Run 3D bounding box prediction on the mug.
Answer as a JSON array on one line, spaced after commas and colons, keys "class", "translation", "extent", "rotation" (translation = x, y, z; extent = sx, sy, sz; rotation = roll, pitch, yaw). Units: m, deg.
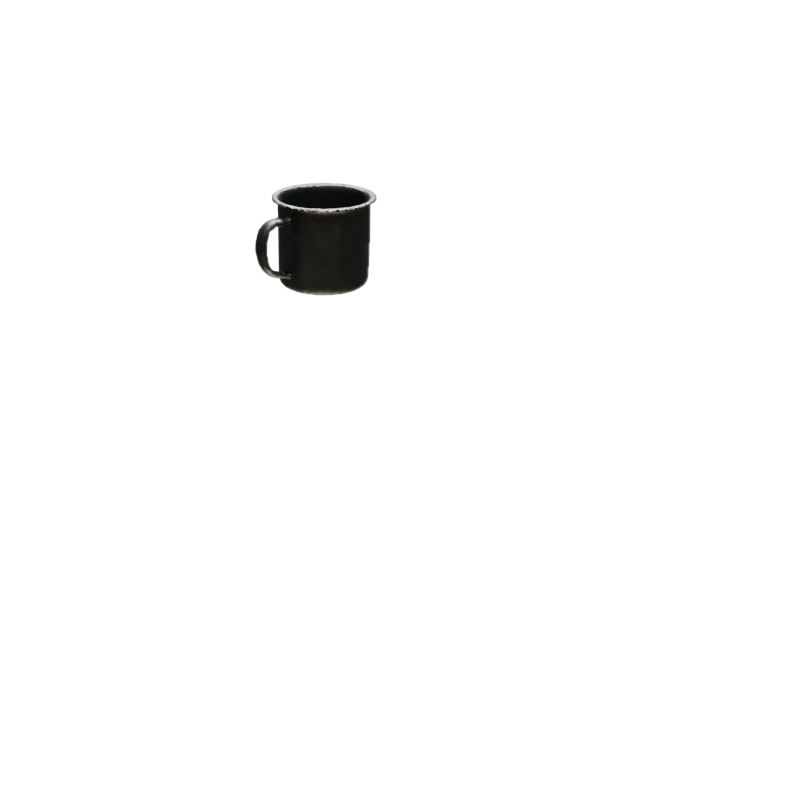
[{"class": "mug", "translation": [-0.077, -0.141, 0.987], "extent": [0.115, 0.078, 0.099], "rotation": [-18, 29, -37]}]
